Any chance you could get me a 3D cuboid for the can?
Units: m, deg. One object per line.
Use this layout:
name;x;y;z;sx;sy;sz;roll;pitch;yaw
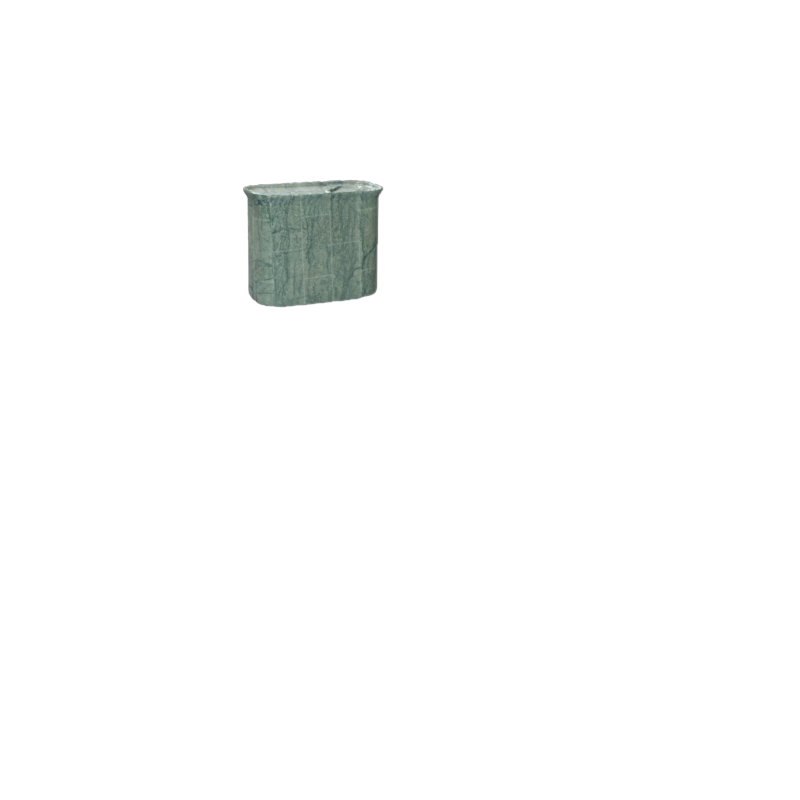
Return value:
can;-0.065;-0.119;0.832;0.100;0.081;0.061;-7;16;-24
